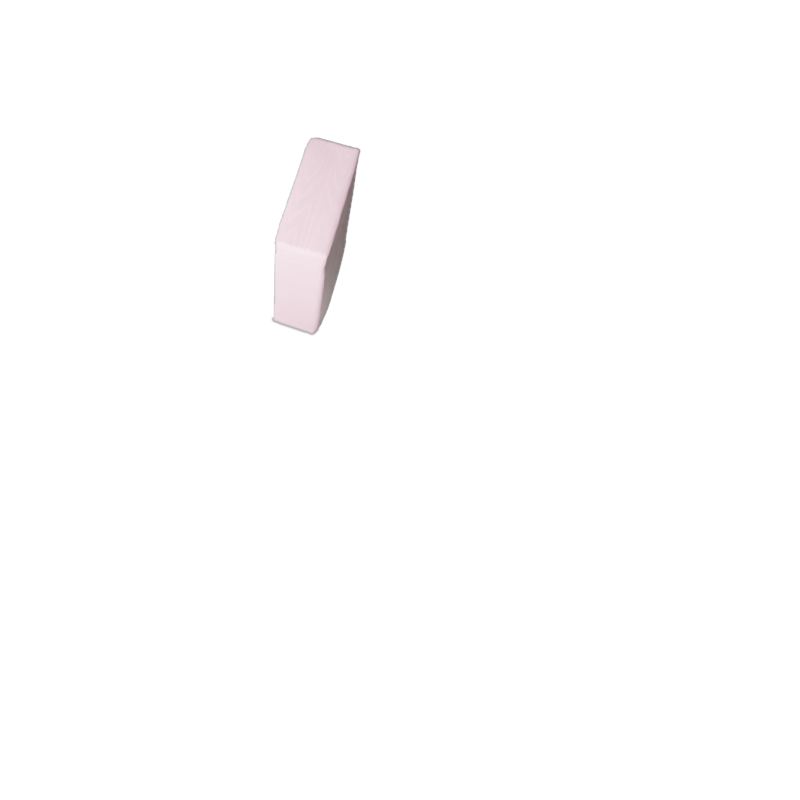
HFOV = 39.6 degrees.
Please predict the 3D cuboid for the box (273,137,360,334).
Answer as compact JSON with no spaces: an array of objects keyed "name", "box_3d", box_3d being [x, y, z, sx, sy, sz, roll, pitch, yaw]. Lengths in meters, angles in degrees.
[{"name":"box","box_3d":[-0.068,-0.124,0.867,0.048,0.097,0.169,15,-18,1]}]
